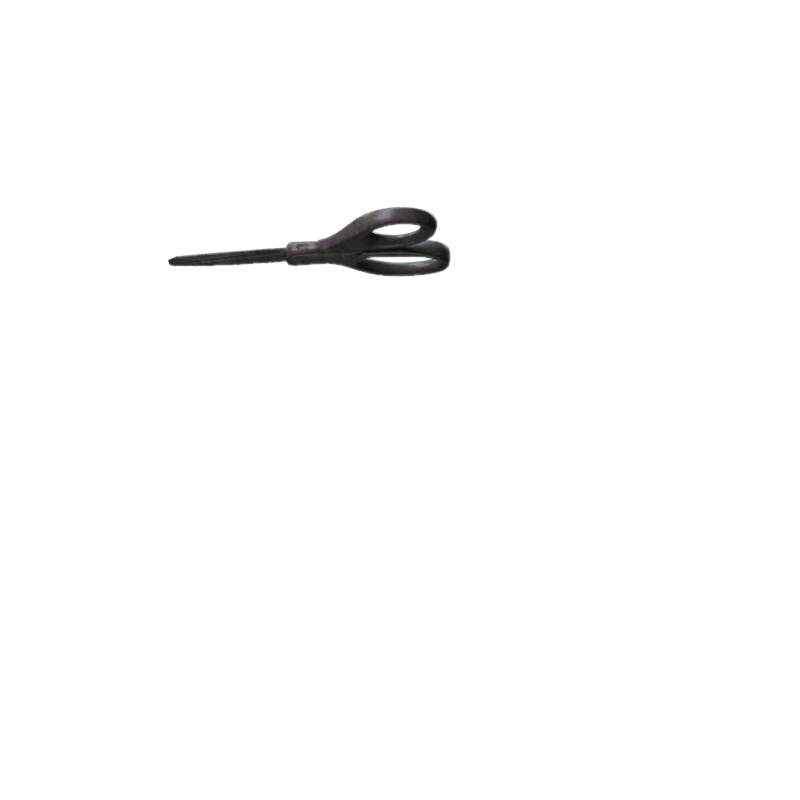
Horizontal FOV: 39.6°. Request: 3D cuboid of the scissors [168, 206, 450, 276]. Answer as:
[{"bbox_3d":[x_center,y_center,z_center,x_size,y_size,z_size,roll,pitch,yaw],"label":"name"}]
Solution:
[{"bbox_3d":[-0.061,-0.111,0.776,0.200,0.017,0.092,3,-21,-7],"label":"scissors"}]
